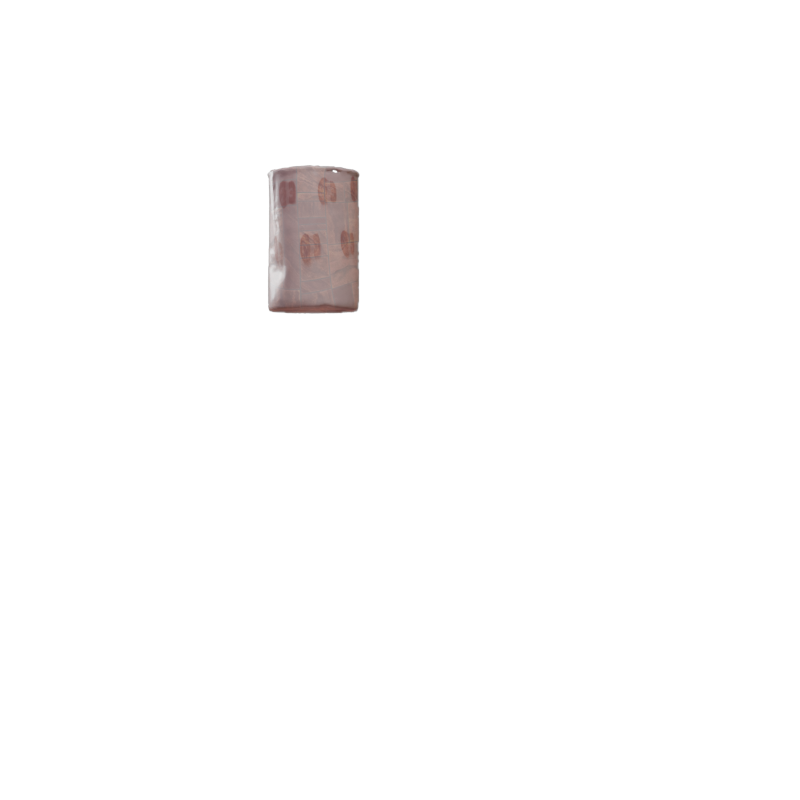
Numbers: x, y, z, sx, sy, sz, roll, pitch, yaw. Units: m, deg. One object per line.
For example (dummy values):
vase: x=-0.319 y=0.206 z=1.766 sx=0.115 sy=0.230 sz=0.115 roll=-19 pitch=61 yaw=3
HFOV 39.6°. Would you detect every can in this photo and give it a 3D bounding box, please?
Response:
can: x=-0.064 y=-0.116 z=0.812 sx=0.068 sy=0.104 sz=0.068 roll=0 pitch=-4 yaw=-2
